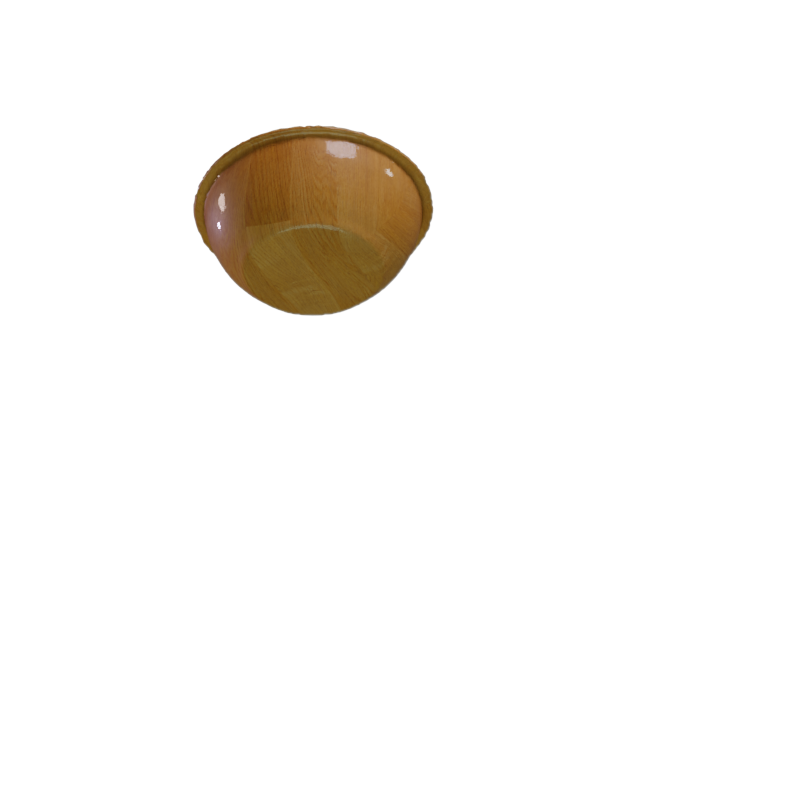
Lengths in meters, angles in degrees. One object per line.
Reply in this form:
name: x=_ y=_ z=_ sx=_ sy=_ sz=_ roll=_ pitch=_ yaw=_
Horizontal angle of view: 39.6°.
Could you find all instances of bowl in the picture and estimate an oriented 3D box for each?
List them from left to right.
bowl: x=-0.057 y=-0.105 z=0.734 sx=0.162 sy=0.059 sz=0.151 roll=1 pitch=-37 yaw=-2
